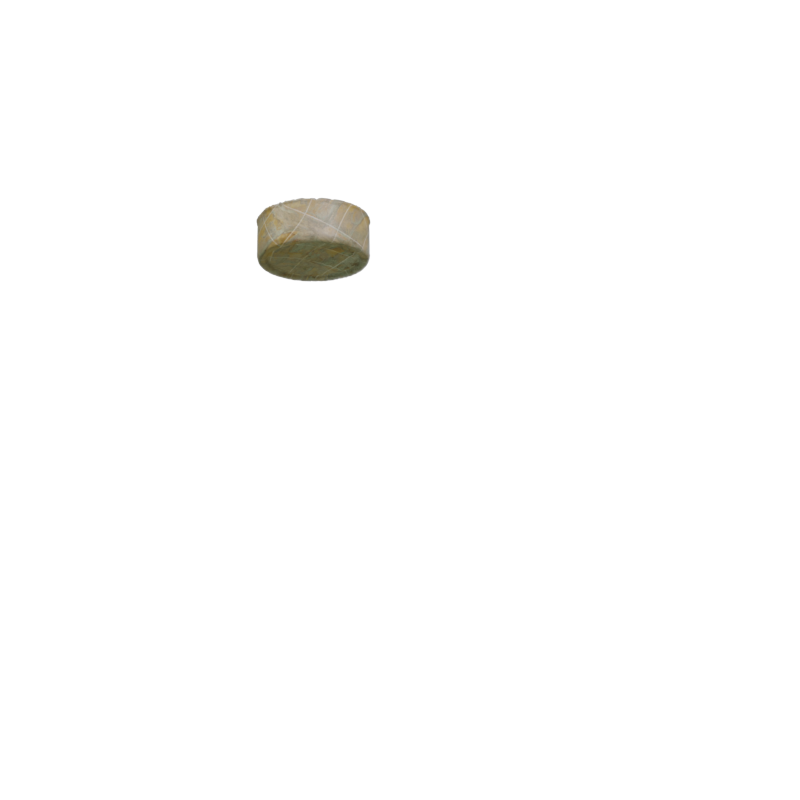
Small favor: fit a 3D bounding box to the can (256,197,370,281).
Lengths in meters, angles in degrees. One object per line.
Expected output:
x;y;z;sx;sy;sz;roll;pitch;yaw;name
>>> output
-0.065;-0.119;0.832;0.086;0.035;0.082;0;-17;-2;can
